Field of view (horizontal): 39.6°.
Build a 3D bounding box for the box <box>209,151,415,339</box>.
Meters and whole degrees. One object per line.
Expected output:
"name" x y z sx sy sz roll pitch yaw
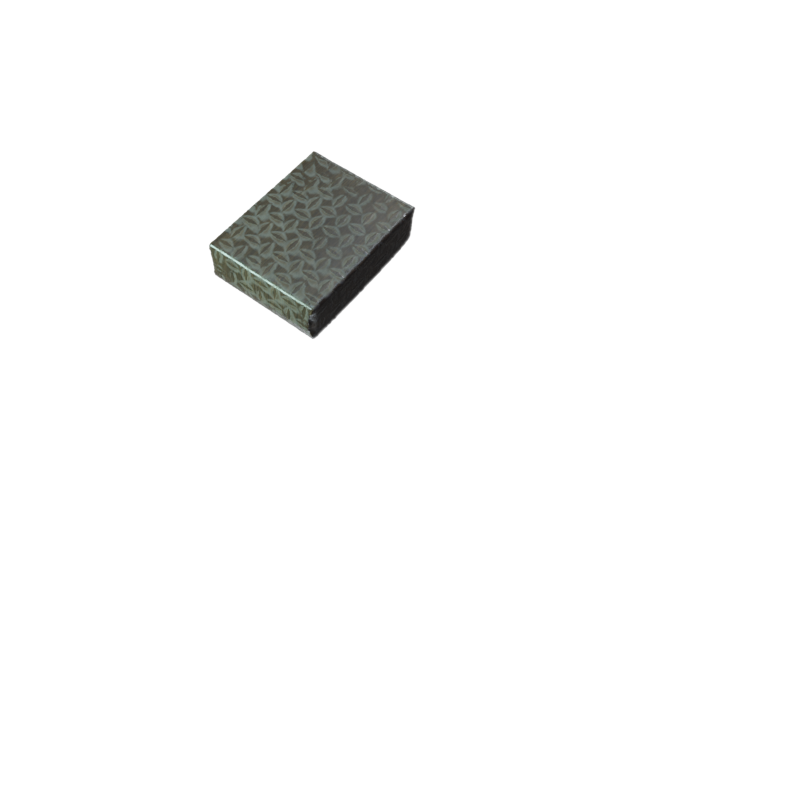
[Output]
"box" -0.058 -0.107 0.748 0.094 0.116 0.036 31 -32 21
